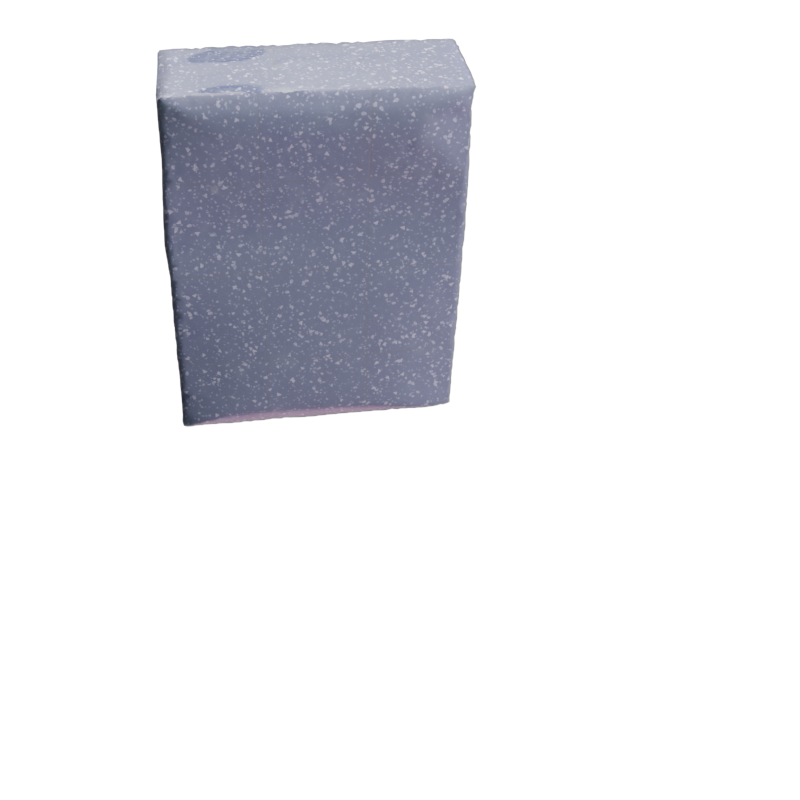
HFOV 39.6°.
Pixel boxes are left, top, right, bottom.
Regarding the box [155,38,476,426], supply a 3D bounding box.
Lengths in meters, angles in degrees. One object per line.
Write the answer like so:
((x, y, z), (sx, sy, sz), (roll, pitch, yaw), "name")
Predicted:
((-0.049, -0.090, 0.627), (0.163, 0.200, 0.077), (-3, 36, -7), "box")
